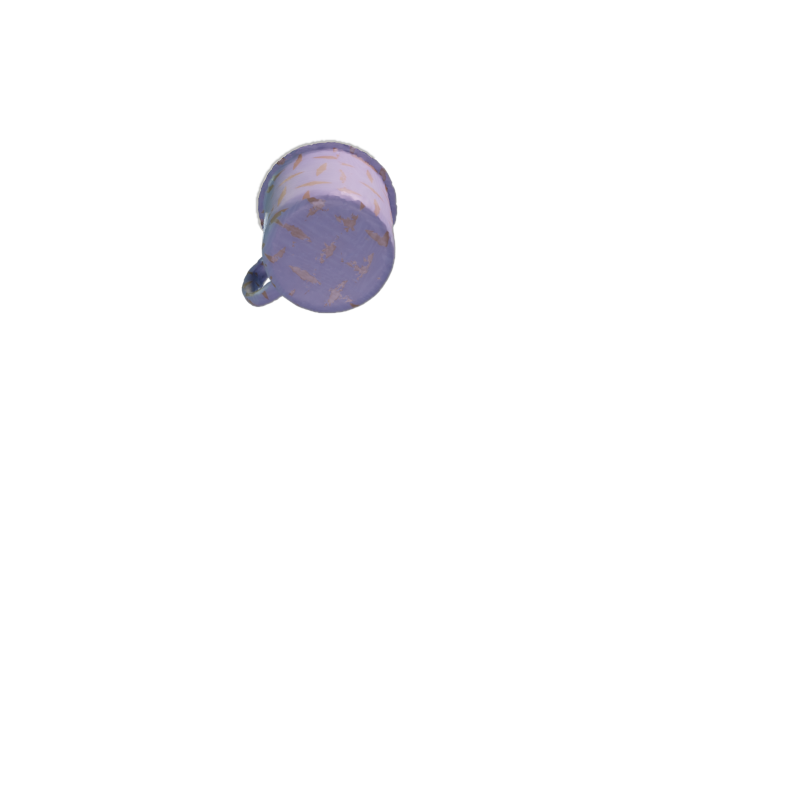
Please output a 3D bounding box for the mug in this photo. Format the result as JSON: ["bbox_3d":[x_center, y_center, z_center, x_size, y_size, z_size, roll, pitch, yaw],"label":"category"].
[{"bbox_3d":[-0.055,-0.101,0.704,0.116,0.089,0.086,-35,23,15],"label":"mug"}]
